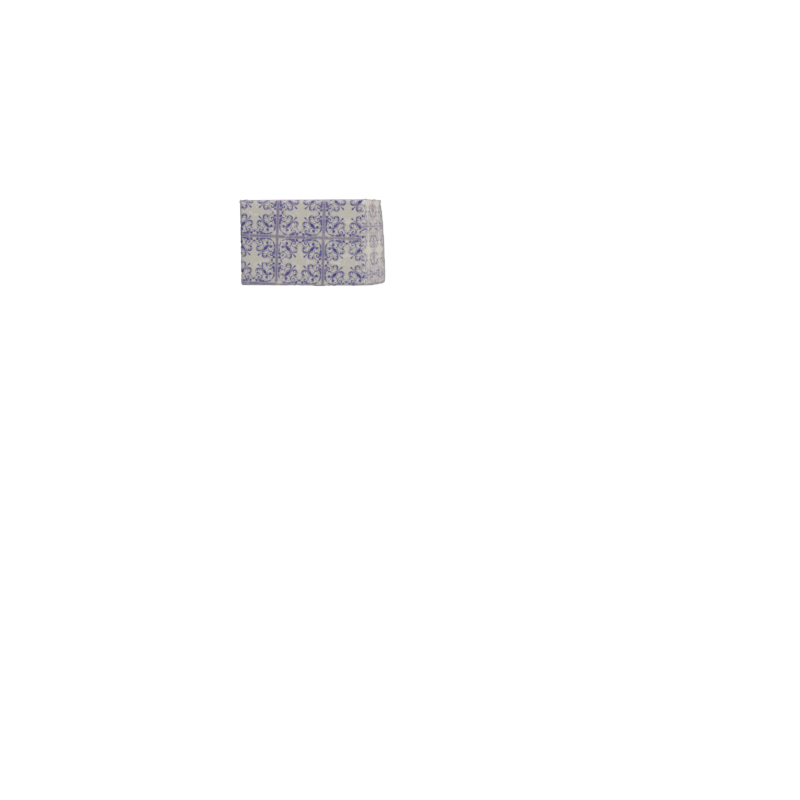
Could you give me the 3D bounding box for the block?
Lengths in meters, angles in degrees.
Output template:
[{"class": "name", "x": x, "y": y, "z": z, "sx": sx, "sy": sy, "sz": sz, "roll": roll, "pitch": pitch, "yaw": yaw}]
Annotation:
[{"class": "block", "x": -0.052, "y": -0.095, "z": 0.664, "sx": 0.079, "sy": 0.051, "sz": 0.052, "roll": 1, "pitch": 5, "yaw": 13}]
